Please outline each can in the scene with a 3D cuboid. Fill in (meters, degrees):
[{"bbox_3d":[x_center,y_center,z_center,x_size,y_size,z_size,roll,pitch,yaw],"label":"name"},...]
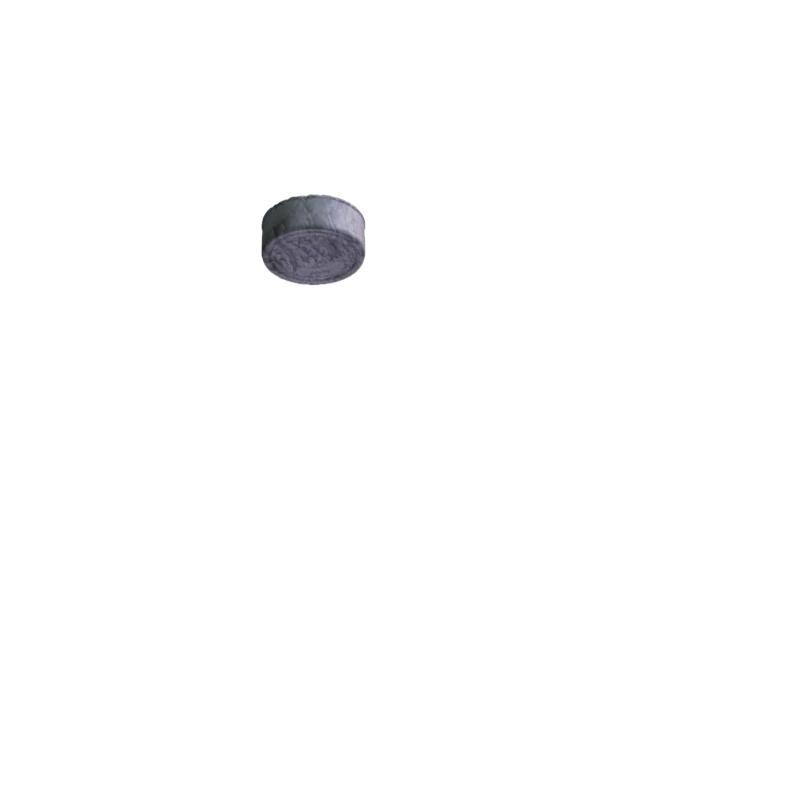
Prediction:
[{"bbox_3d":[-0.071,-0.129,0.904,0.086,0.036,0.081,1,-29,-2],"label":"can"}]
